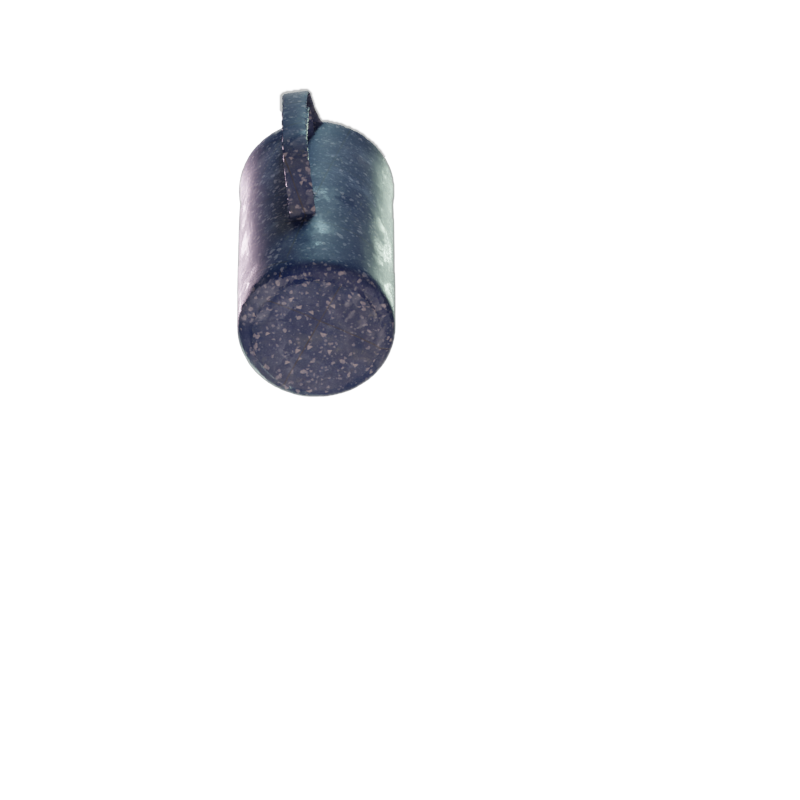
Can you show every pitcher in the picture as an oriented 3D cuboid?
[{"bbox_3d":[-0.066,-0.121,0.847,0.143,0.142,0.258,33,25,-21],"label":"pitcher"}]
